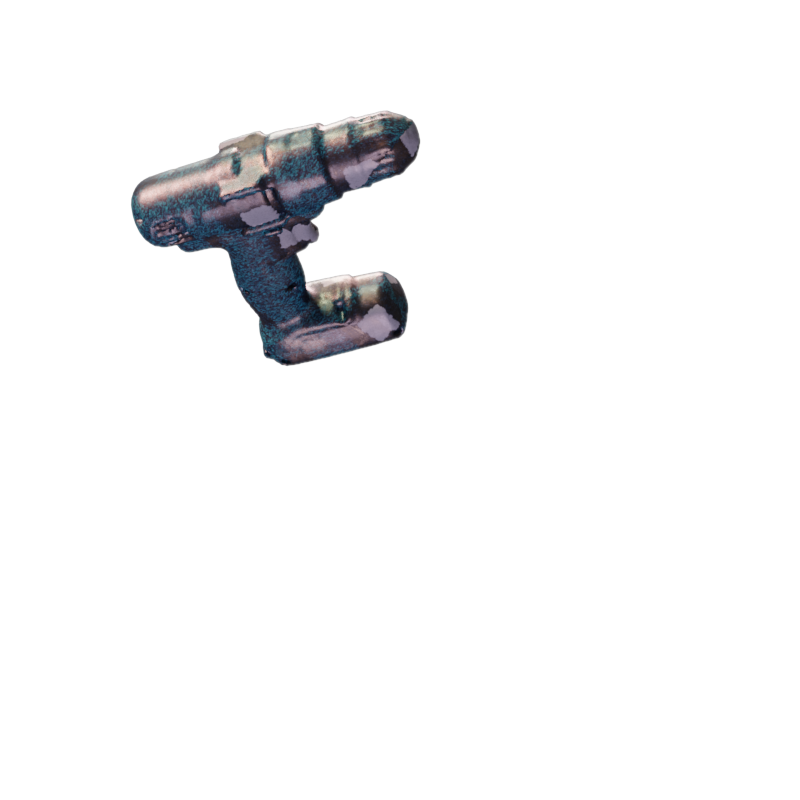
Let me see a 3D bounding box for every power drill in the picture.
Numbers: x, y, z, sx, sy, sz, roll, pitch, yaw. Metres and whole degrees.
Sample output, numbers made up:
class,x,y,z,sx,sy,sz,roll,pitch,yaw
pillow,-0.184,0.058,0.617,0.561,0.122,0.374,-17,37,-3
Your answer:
class,x,y,z,sx,sy,sz,roll,pitch,yaw
power drill,-0.057,-0.104,0.725,0.186,0.061,0.173,-12,-38,15
